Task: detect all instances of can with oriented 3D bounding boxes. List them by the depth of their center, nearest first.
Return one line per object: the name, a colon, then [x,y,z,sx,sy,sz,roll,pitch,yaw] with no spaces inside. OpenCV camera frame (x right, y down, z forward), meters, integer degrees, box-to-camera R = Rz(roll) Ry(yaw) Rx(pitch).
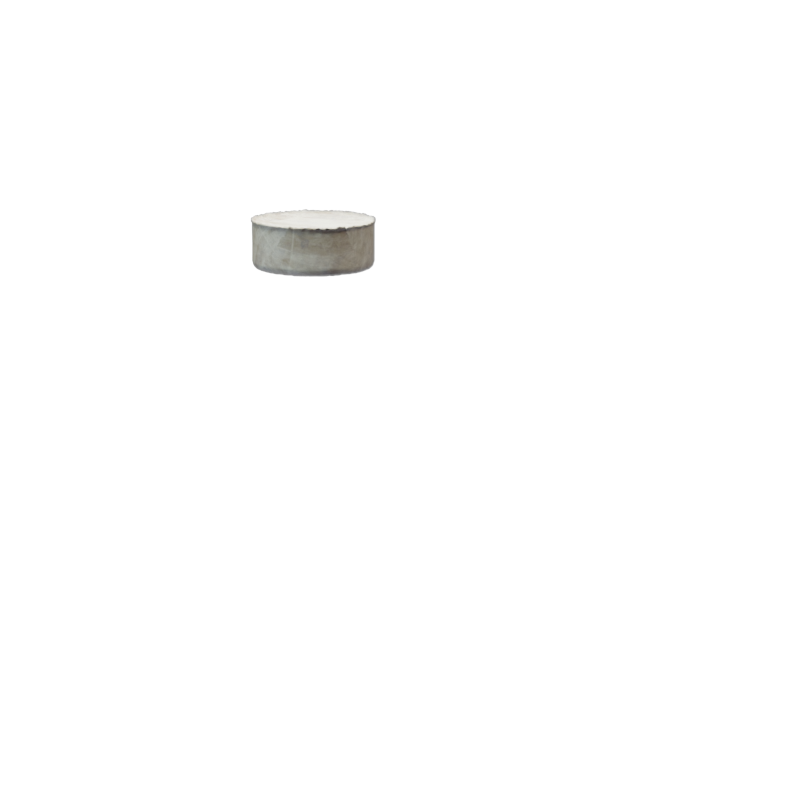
can: [-0.060,-0.109,0.762,0.086,0.033,0.089,0,16,-2]
